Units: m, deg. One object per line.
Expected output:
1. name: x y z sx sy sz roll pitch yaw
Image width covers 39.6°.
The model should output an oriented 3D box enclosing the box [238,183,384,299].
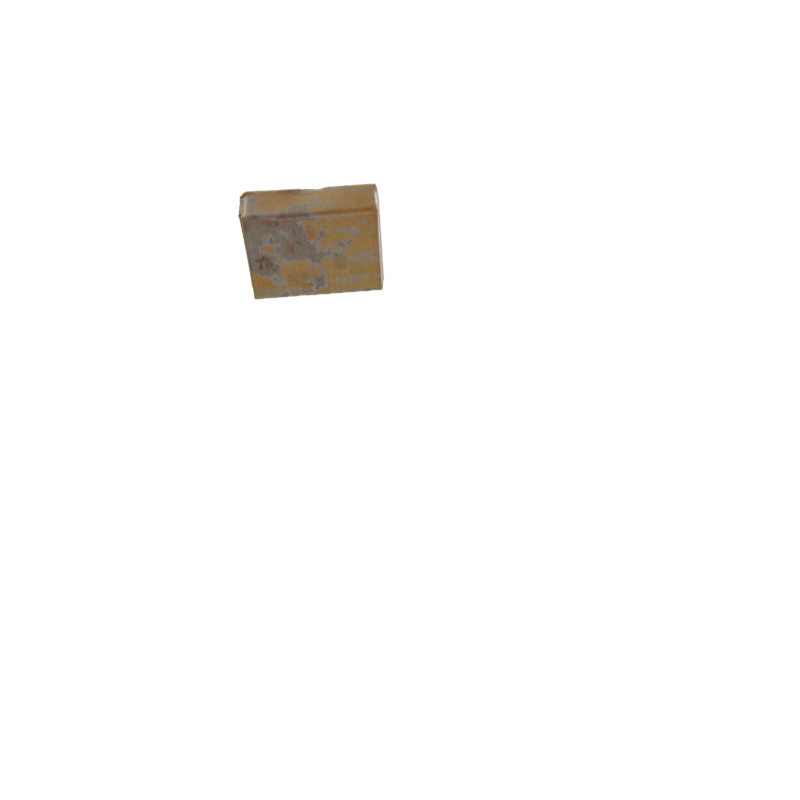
1. box: -0.057 -0.103 0.724 0.089 0.032 0.068 -3 -43 3
